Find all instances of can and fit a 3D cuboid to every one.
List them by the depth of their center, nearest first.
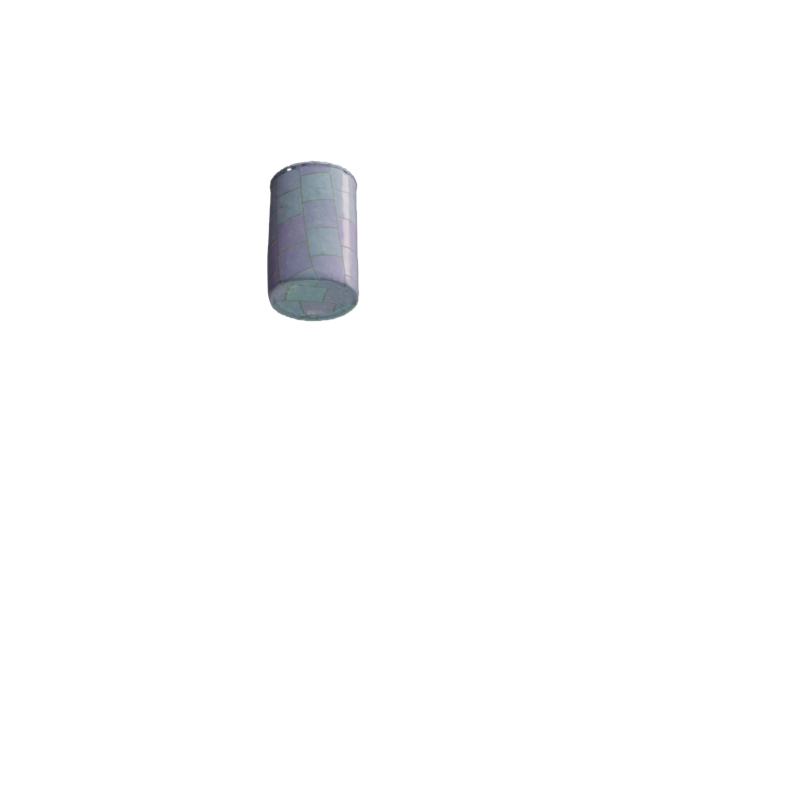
[{"bbox_3d":[-0.065,-0.119,0.834,0.068,0.109,0.065,0,-28,-2],"label":"can"}]
